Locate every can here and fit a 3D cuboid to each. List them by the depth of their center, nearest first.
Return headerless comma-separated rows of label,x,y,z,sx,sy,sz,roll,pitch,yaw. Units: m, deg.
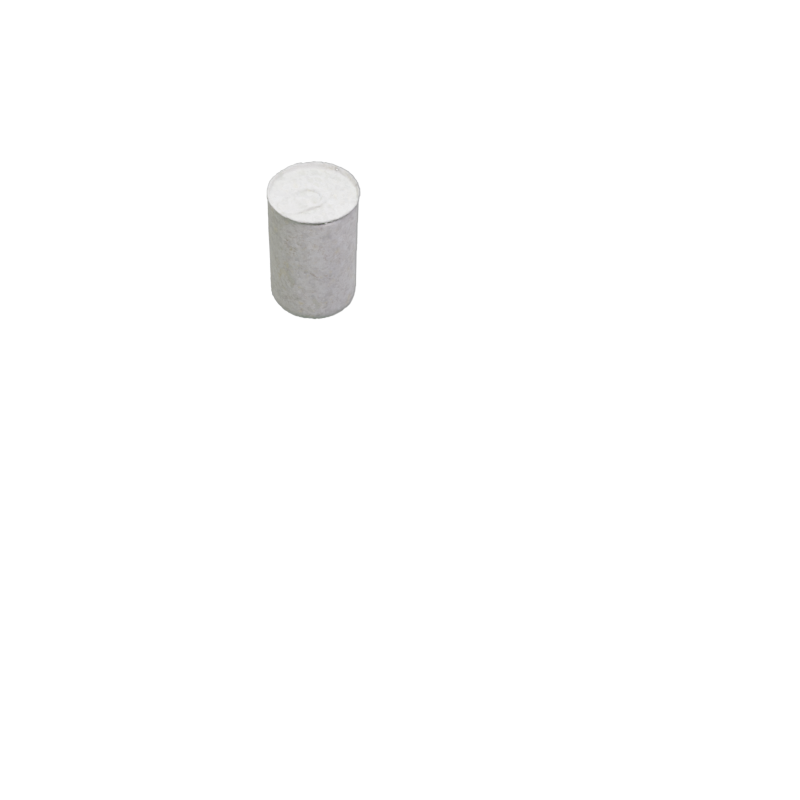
can,-0.065,-0.119,0.835,0.068,0.074,0.095,0,-43,-3
